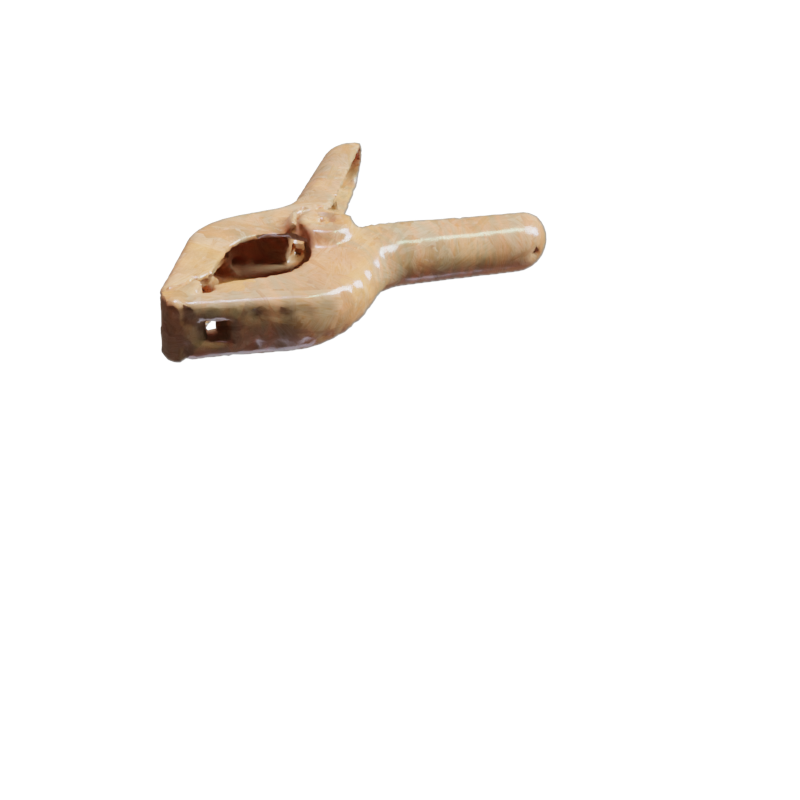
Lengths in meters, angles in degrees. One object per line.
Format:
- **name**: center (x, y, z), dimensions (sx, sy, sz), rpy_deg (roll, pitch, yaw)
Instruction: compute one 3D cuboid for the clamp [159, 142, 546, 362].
- **clamp**: center (-0.037, -0.067, 0.468), dimensions (0.169, 0.037, 0.129), rpy_deg (-22, 36, -34)
